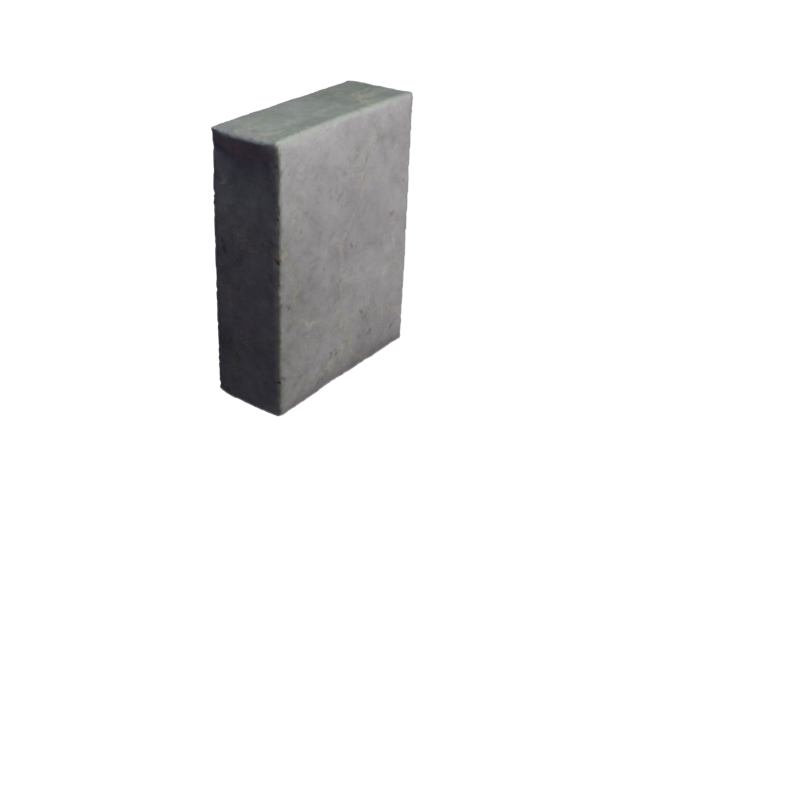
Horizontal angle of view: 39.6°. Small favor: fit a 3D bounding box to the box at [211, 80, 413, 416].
[{"bbox_3d":[-0.066,-0.121,0.845,0.076,0.203,0.164,18,31,30],"label":"box"}]
